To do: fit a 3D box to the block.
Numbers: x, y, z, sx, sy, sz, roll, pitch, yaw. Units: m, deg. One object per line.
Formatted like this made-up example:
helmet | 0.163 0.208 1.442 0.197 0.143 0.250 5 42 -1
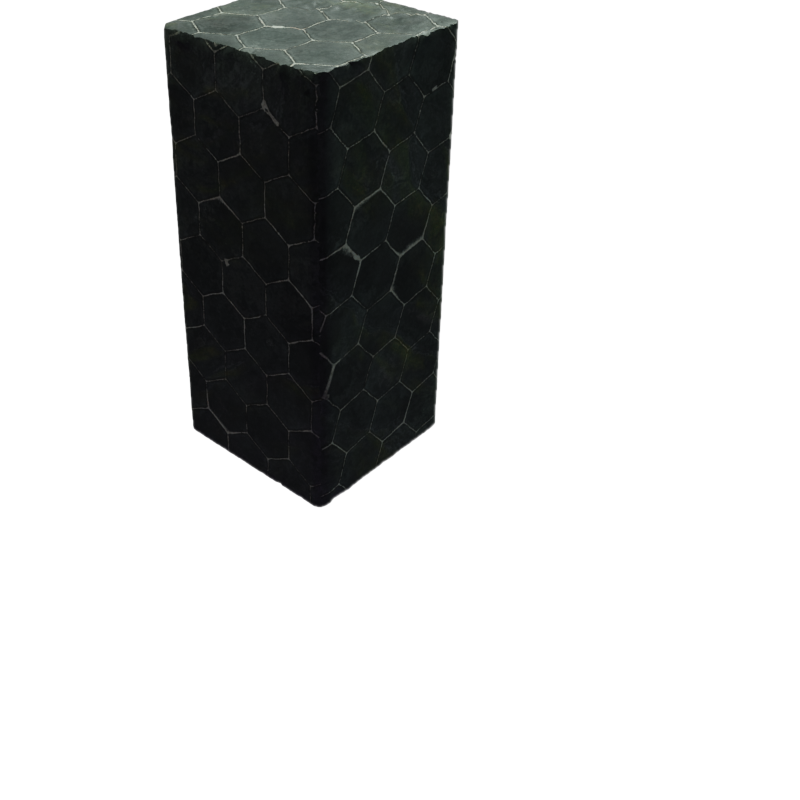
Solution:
block | -0.040 -0.071 0.501 0.096 0.194 0.090 26 39 33
